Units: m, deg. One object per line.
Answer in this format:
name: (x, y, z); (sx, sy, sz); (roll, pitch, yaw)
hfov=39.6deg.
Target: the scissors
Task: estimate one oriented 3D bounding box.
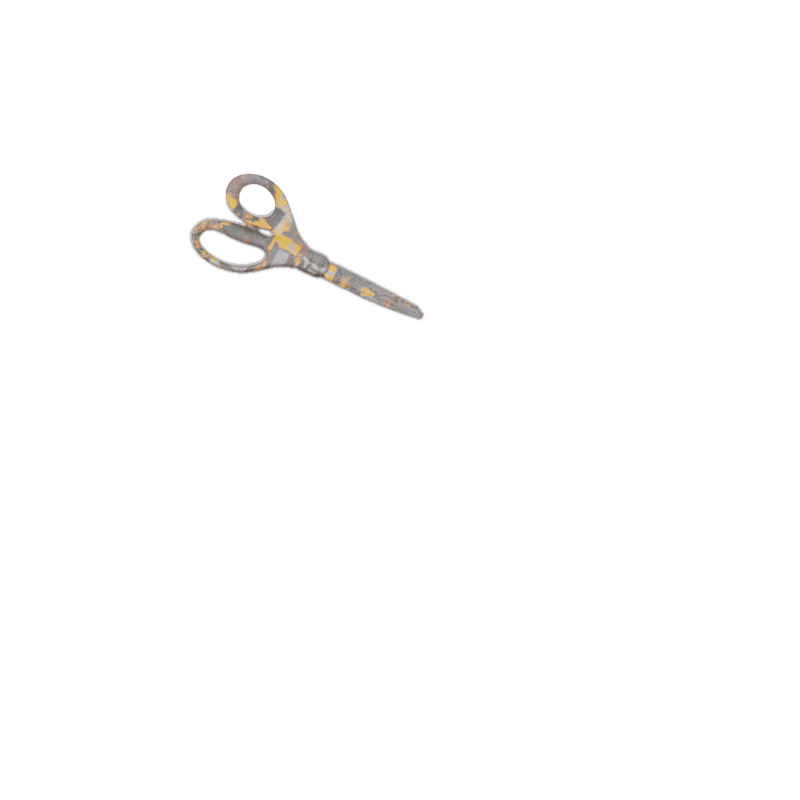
scissors: (-0.073, -0.133, 0.929); (0.203, 0.099, 0.015); (11, -16, 3)
